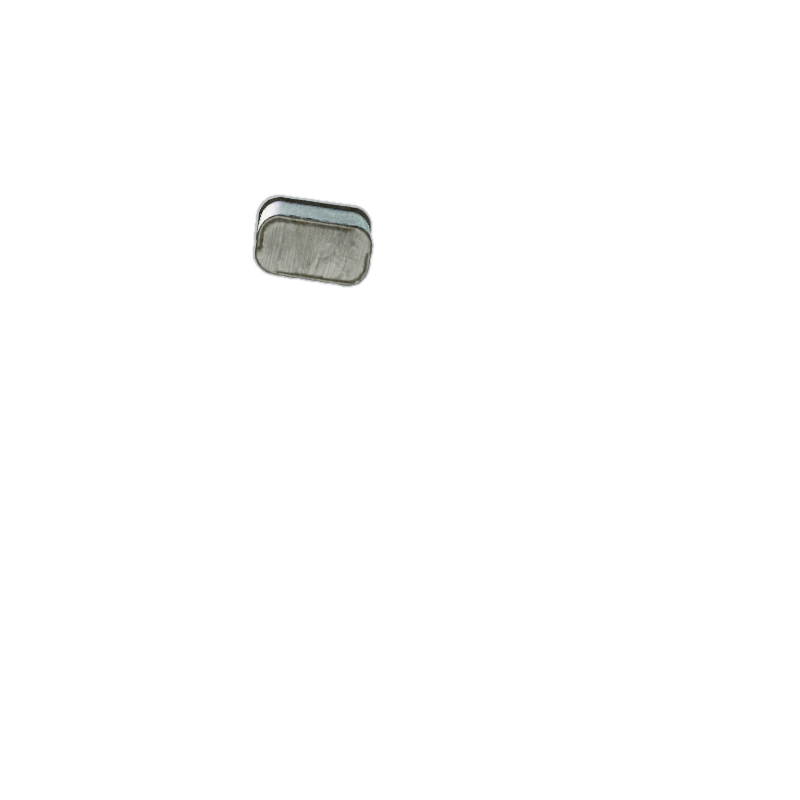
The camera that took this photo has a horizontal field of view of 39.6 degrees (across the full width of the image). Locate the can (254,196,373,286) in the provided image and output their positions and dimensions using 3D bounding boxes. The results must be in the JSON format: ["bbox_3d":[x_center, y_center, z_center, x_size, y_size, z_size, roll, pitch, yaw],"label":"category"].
[{"bbox_3d":[-0.074,-0.135,0.948,0.101,0.056,0.087,8,16,-4],"label":"can"}]
